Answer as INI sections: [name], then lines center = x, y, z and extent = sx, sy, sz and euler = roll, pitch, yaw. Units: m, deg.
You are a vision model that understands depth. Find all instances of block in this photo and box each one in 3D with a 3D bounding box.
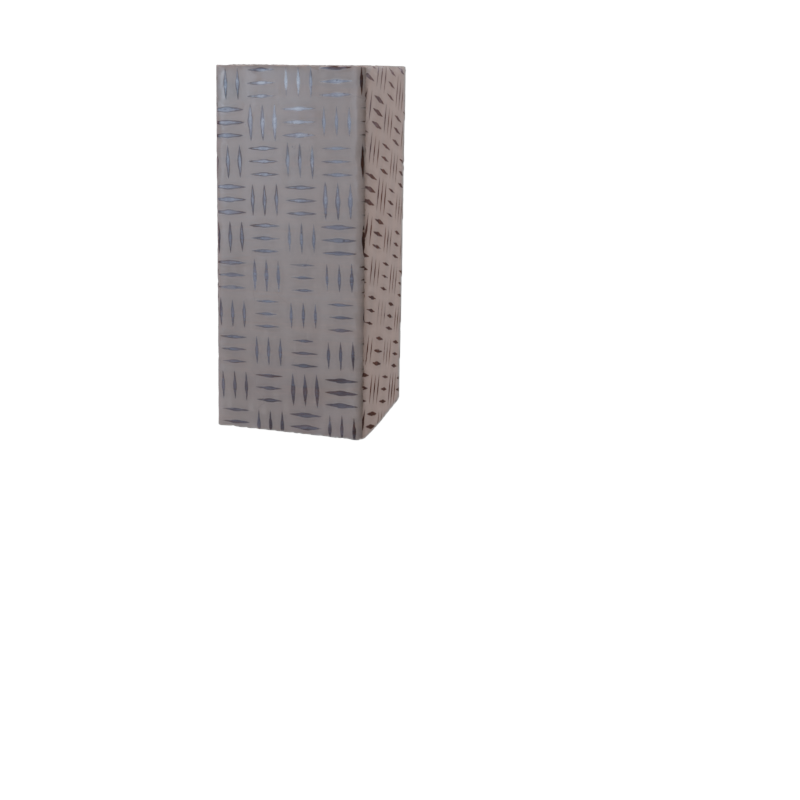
[block]
center = -0.051, -0.093, 0.653
extent = 0.093, 0.201, 0.090
euler = 4, 11, 16
